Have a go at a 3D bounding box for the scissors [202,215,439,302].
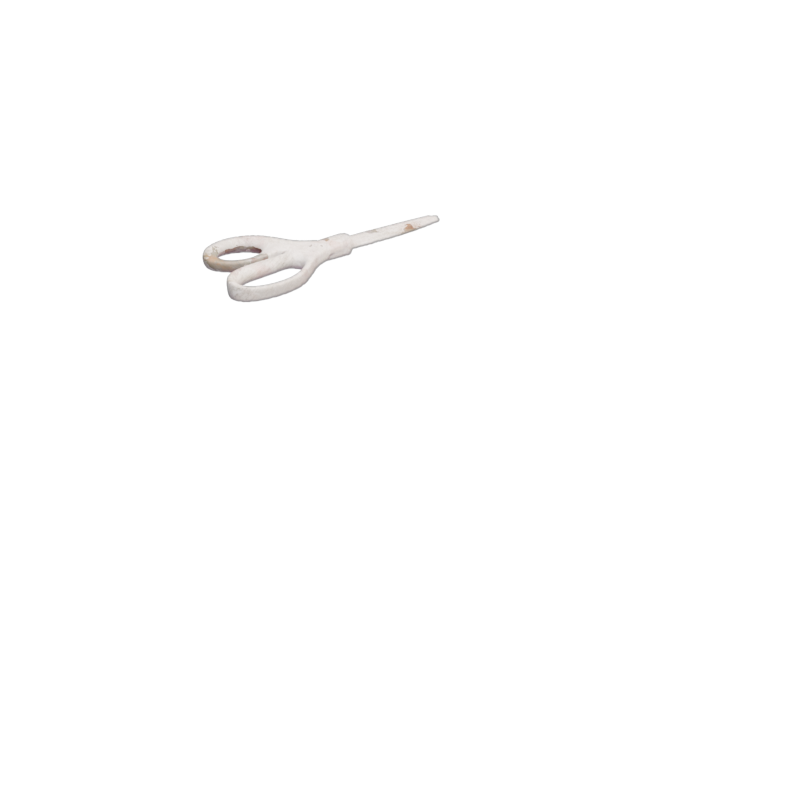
[{"bbox_3d":[-0.067,-0.122,0.852,0.102,0.015,0.202,22,37,32],"label":"scissors"}]
